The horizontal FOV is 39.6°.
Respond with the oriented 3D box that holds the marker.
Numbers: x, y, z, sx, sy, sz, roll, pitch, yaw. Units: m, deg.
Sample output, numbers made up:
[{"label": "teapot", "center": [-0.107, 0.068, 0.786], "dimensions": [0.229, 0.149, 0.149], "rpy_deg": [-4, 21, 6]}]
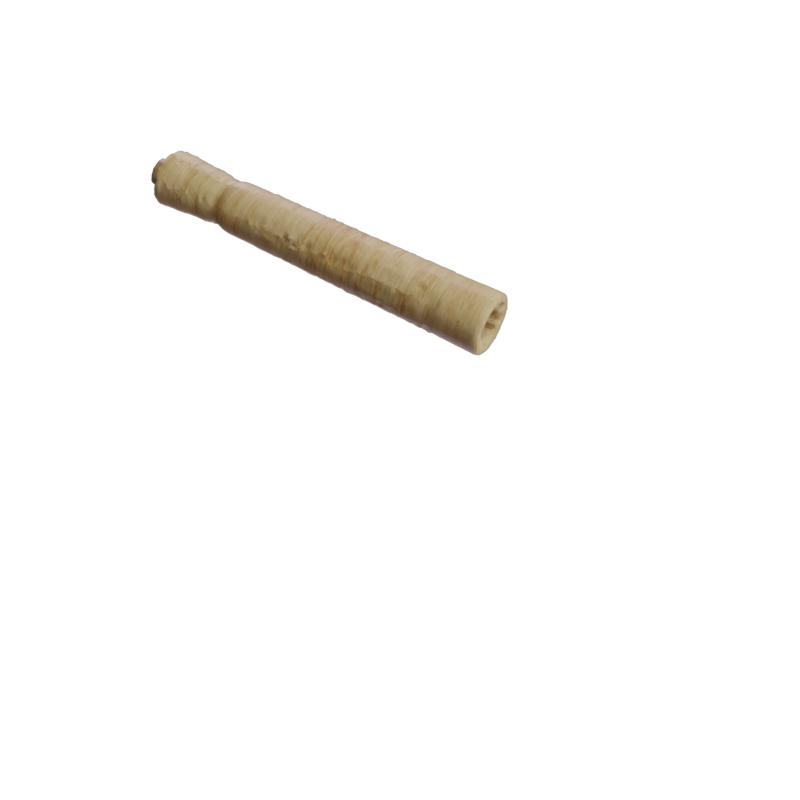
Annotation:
[{"label": "marker", "center": [-0.026, -0.047, 0.330], "dimensions": [0.127, 0.019, 0.019], "rpy_deg": [27, 15, 24]}]
